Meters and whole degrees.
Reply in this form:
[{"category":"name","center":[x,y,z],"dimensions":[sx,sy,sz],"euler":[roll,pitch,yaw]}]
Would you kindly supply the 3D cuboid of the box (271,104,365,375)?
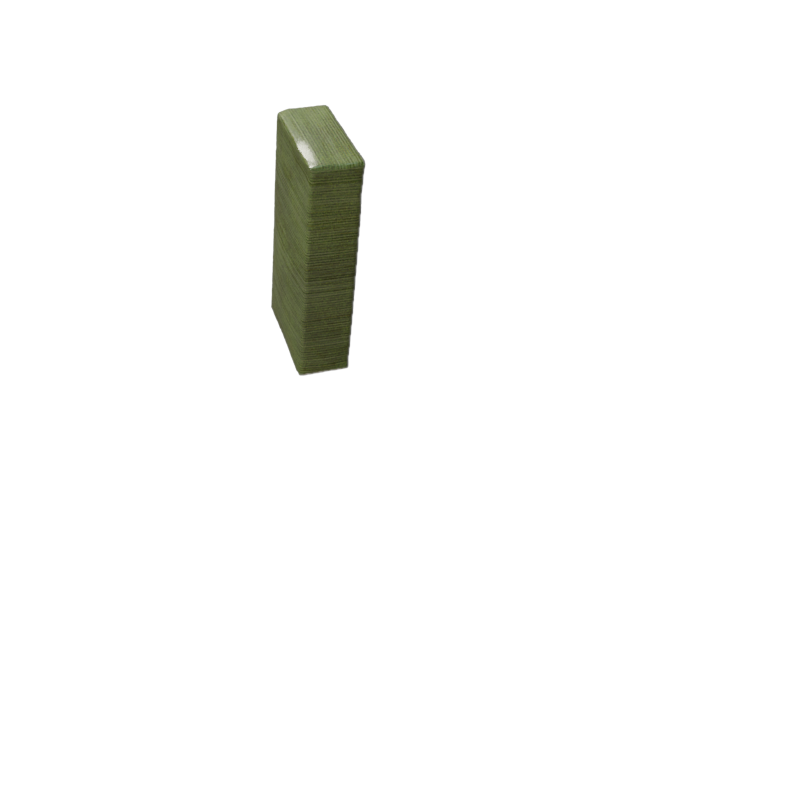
[{"category":"box","center":[-0.063,-0.115,0.806],"dimensions":[0.047,0.165,0.101],"euler":[-9,37,-16]}]
